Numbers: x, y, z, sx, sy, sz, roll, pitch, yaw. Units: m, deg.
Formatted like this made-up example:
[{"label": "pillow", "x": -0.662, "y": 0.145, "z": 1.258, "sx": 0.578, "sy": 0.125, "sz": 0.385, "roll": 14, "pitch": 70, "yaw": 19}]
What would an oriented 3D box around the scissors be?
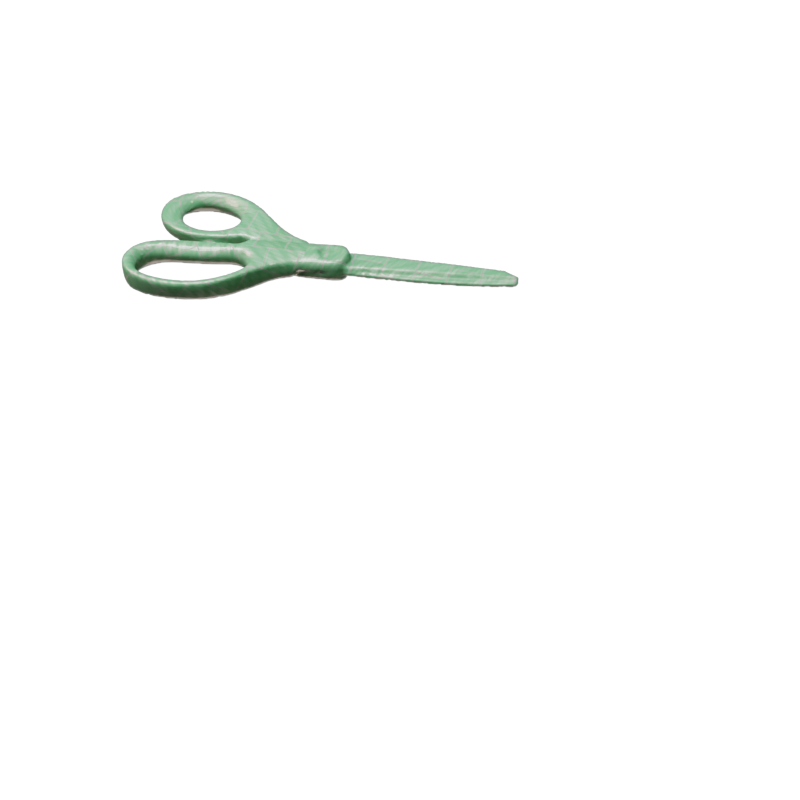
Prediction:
[{"label": "scissors", "x": -0.047, "y": -0.085, "z": 0.595, "sx": 0.200, "sy": 0.015, "sz": 0.104, "roll": -4, "pitch": 41, "yaw": -5}]
